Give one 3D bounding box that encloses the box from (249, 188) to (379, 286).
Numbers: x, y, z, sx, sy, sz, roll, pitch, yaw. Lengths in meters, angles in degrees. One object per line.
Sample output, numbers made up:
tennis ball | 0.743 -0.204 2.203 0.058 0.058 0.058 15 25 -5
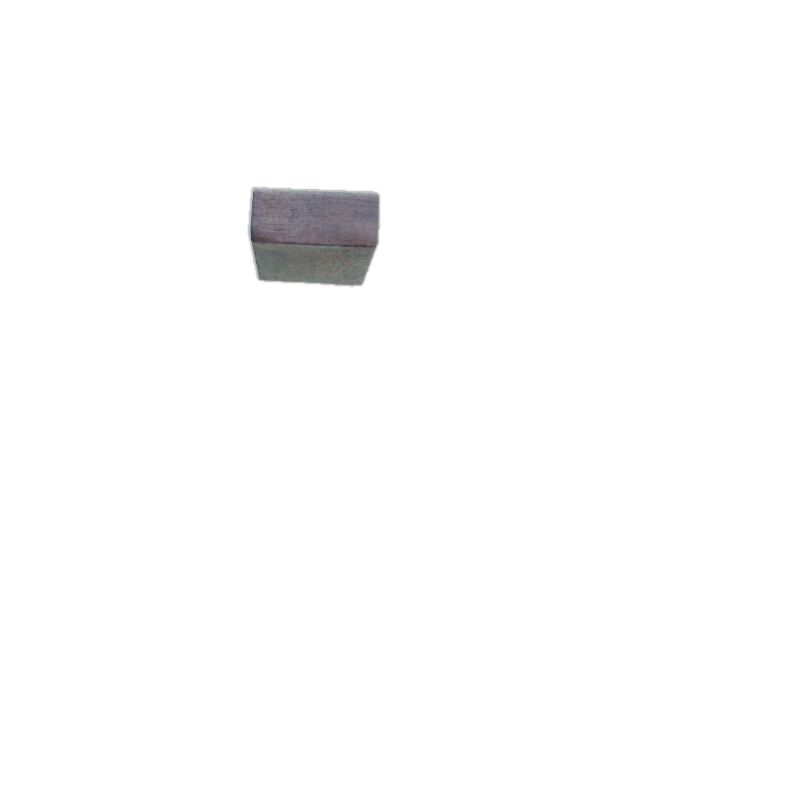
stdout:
box | -0.068 -0.123 0.866 0.093 0.049 0.174 2 -1 -3
